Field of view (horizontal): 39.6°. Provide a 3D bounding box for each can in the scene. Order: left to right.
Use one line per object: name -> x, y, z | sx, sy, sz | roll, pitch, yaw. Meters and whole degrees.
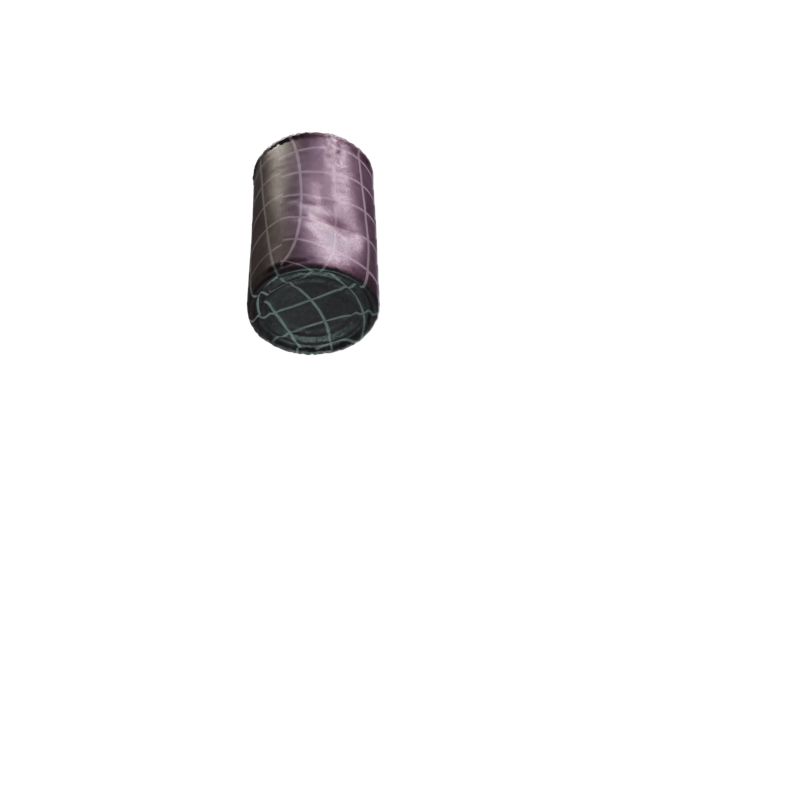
can -> -0.046, -0.084, 0.586 | 0.068, 0.110, 0.064 | -1, -41, -3
